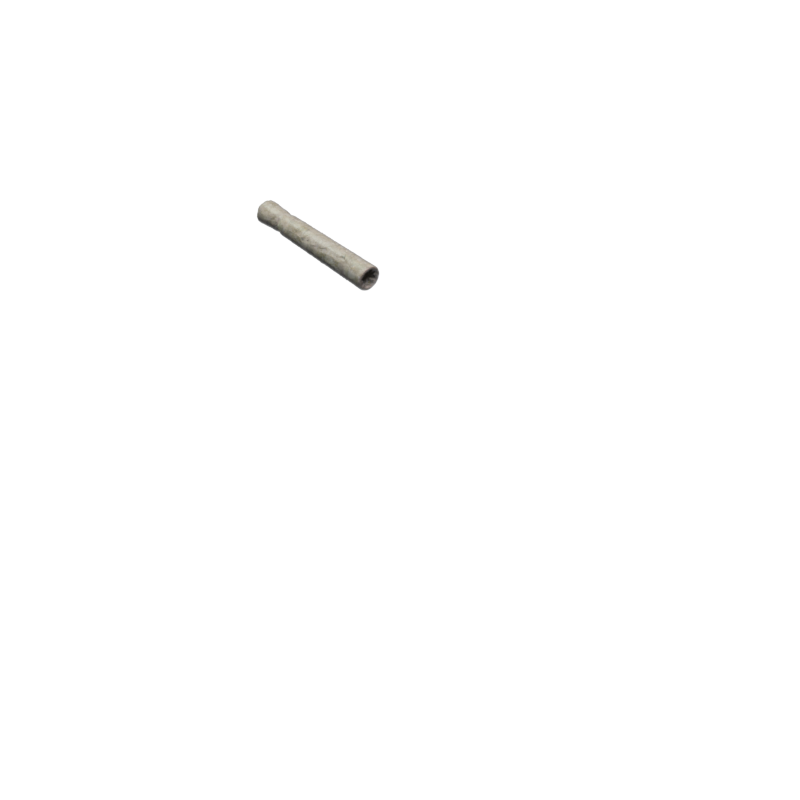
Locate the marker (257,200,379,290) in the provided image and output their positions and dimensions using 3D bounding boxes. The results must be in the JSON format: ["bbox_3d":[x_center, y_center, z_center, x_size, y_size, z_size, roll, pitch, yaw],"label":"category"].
[{"bbox_3d":[-0.062,-0.113,0.792,0.019,0.019,0.130,-3,31,-45],"label":"marker"}]
